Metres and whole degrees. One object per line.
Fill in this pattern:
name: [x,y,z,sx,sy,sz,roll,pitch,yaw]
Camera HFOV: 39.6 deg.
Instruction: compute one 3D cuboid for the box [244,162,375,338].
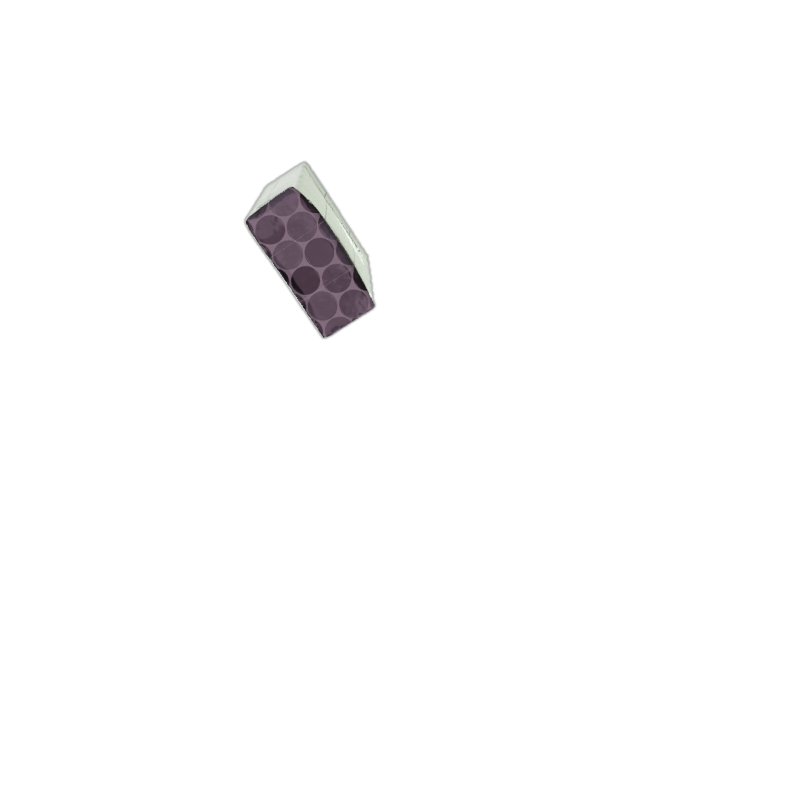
box: [-0.060,-0.109,0.768,0.048,0.091,0.181,-33,13,5]
